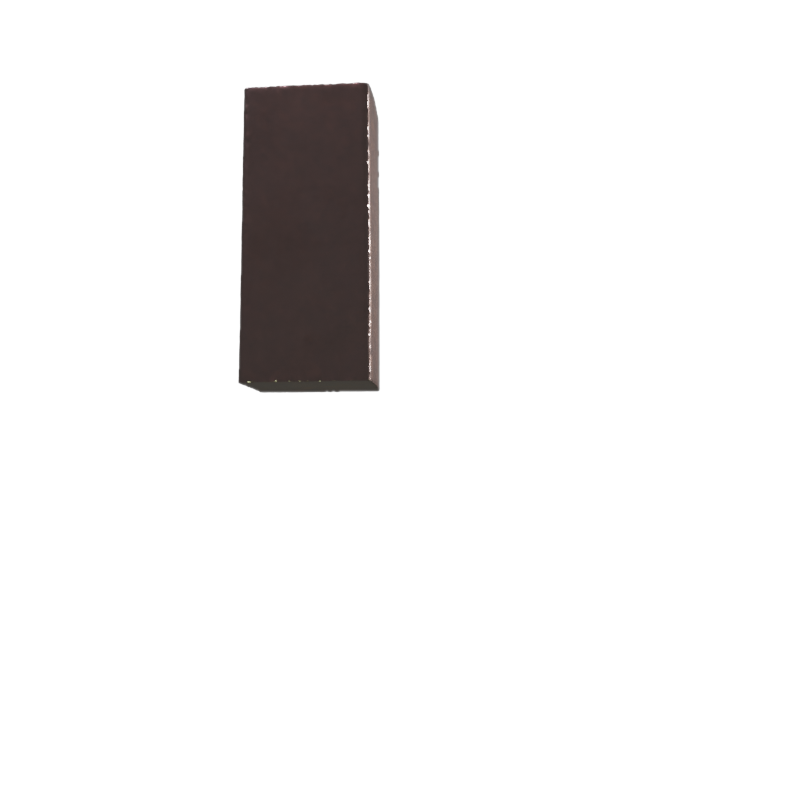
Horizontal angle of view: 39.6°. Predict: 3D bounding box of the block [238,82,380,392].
[{"bbox_3d":[-0.062,-0.113,0.790,0.091,0.212,0.087,-2,-11,5],"label":"block"}]
